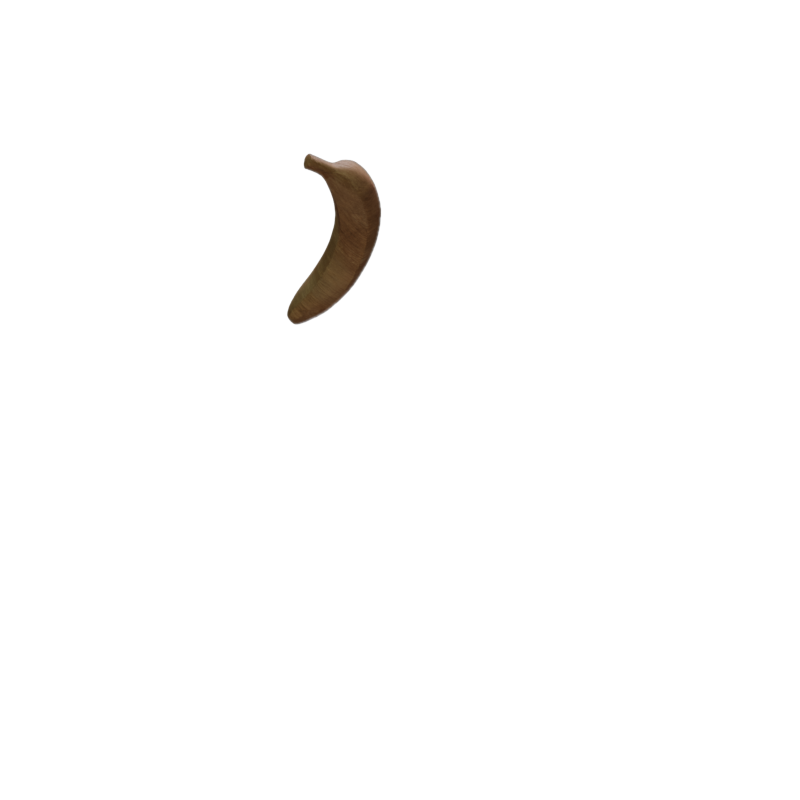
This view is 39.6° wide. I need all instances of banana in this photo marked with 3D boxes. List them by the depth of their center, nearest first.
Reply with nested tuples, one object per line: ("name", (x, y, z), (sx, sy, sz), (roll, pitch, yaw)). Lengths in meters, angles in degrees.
("banana", (-0.054, -0.134, 0.926), (0.069, 0.039, 0.185), (5, -42, -6))
